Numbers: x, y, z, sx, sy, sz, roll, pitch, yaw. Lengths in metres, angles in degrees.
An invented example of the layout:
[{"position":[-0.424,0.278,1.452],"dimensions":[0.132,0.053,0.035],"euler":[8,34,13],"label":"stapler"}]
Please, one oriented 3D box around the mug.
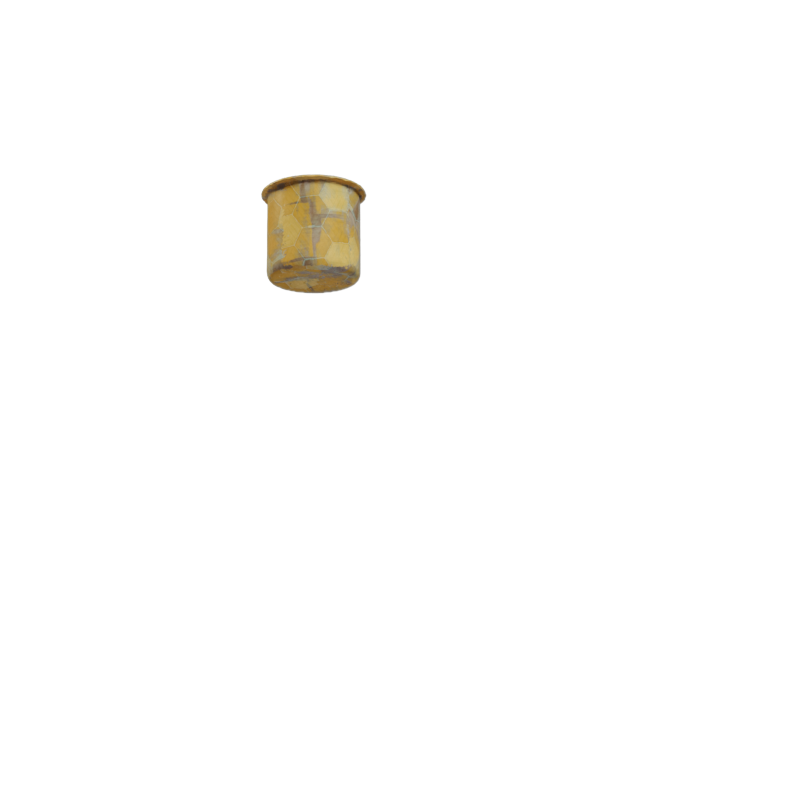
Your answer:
[{"position":[-0.077,-0.140,0.983],"dimensions":[0.093,0.085,0.113],"euler":[1,-14,-5],"label":"mug"}]
